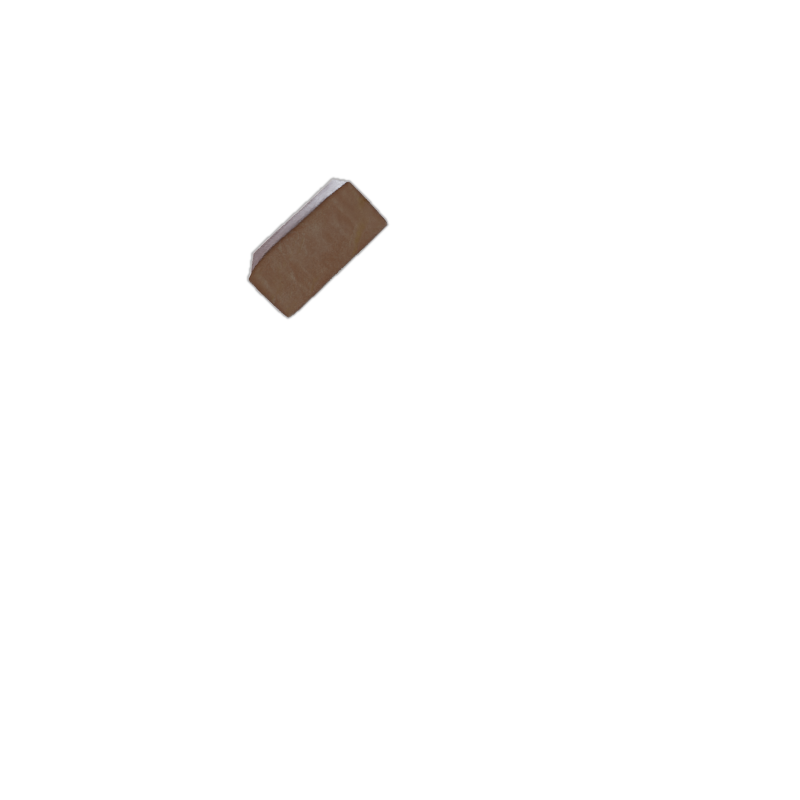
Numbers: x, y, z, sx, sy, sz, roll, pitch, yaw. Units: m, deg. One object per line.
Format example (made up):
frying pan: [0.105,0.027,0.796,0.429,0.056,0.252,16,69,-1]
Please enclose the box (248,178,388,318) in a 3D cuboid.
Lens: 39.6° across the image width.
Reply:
box: [-0.062,-0.114,0.799,0.093,0.047,0.179,-42,10,4]
